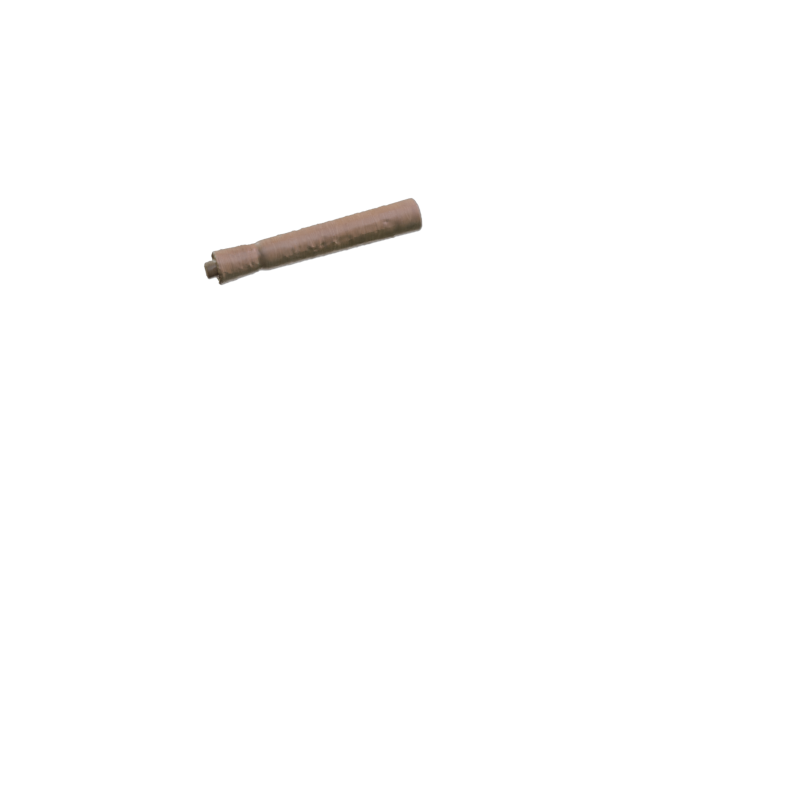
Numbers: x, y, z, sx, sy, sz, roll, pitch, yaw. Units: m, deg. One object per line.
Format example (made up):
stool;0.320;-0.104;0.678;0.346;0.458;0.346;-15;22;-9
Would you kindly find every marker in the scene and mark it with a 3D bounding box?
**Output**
marker;-0.047;-0.086;0.600;0.120;0.019;0.020;-17;8;-12
